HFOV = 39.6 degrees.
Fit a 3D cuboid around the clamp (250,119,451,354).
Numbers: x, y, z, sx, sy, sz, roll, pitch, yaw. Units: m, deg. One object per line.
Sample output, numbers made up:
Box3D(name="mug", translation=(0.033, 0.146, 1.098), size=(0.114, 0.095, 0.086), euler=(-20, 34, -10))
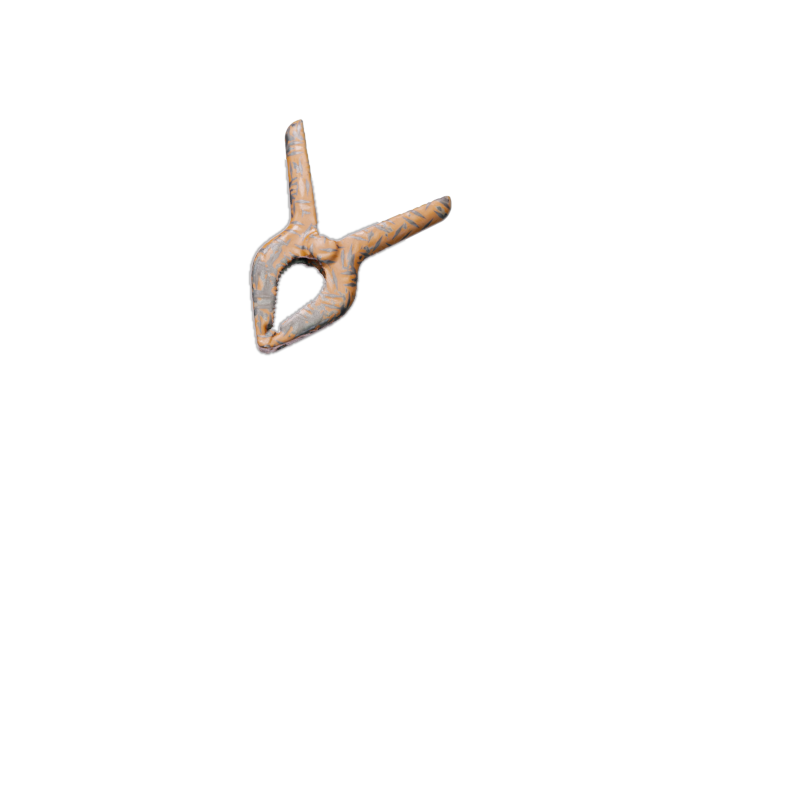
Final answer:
Box3D(name="clamp", translation=(-0.076, -0.139, 0.975), size=(0.169, 0.213, 0.035), euler=(34, -15, 10))
